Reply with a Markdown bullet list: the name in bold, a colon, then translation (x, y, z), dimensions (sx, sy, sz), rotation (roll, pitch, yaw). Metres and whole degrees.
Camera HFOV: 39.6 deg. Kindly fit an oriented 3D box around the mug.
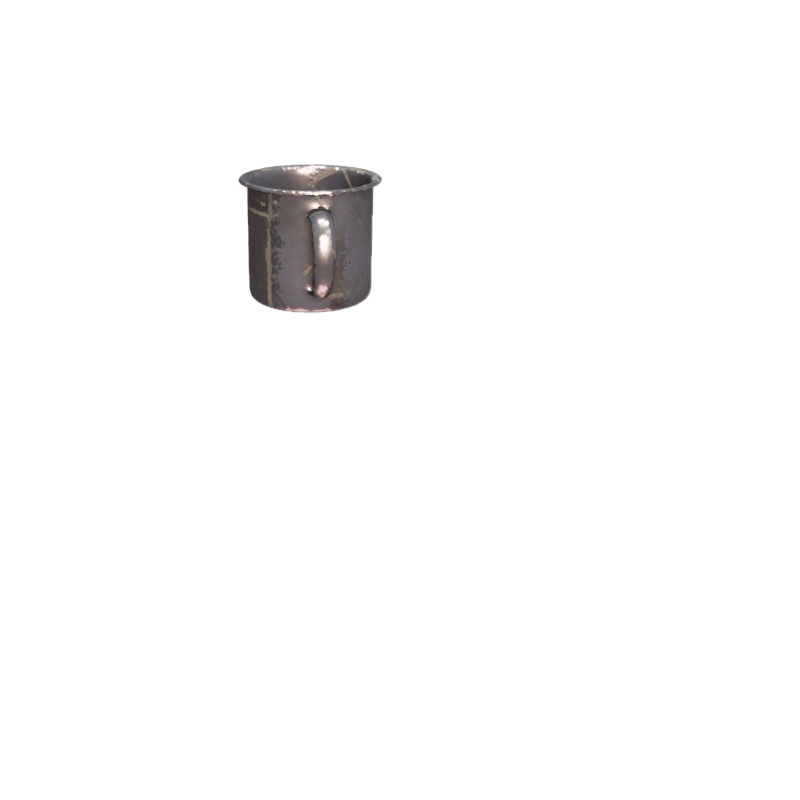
- **mug**: translation (-0.056, -0.103, 0.718), dimensions (0.092, 0.078, 0.124), rotation (-4, 20, -12)
